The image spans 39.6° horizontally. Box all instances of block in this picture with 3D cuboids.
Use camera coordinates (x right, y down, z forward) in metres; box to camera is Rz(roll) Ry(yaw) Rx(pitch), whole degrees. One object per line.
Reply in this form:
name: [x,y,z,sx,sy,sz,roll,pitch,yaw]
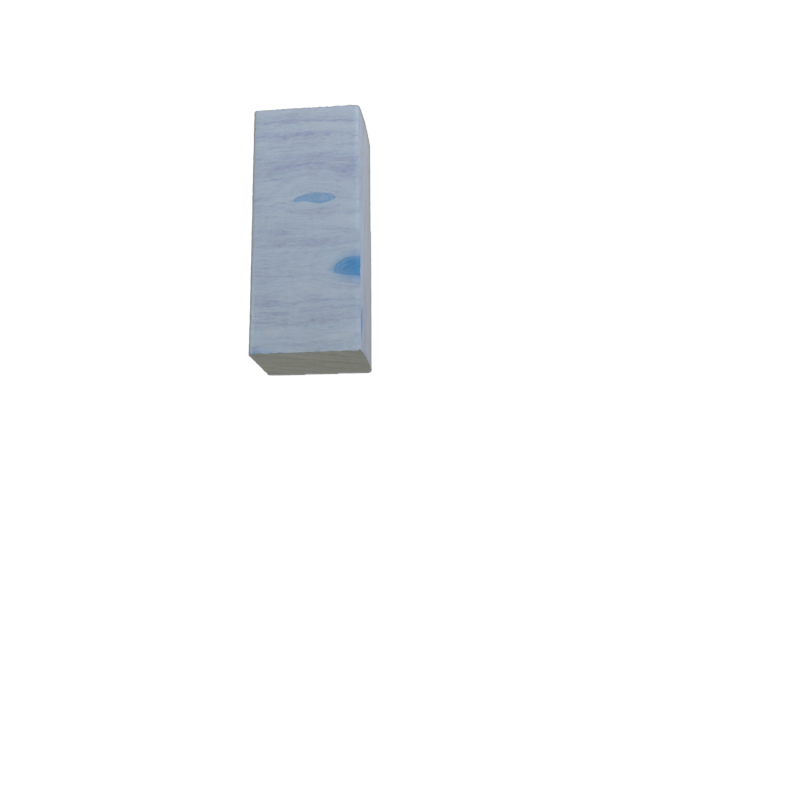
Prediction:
block: [-0.072,-0.131,0.921,0.091,0.215,0.086,-3,-16,6]
